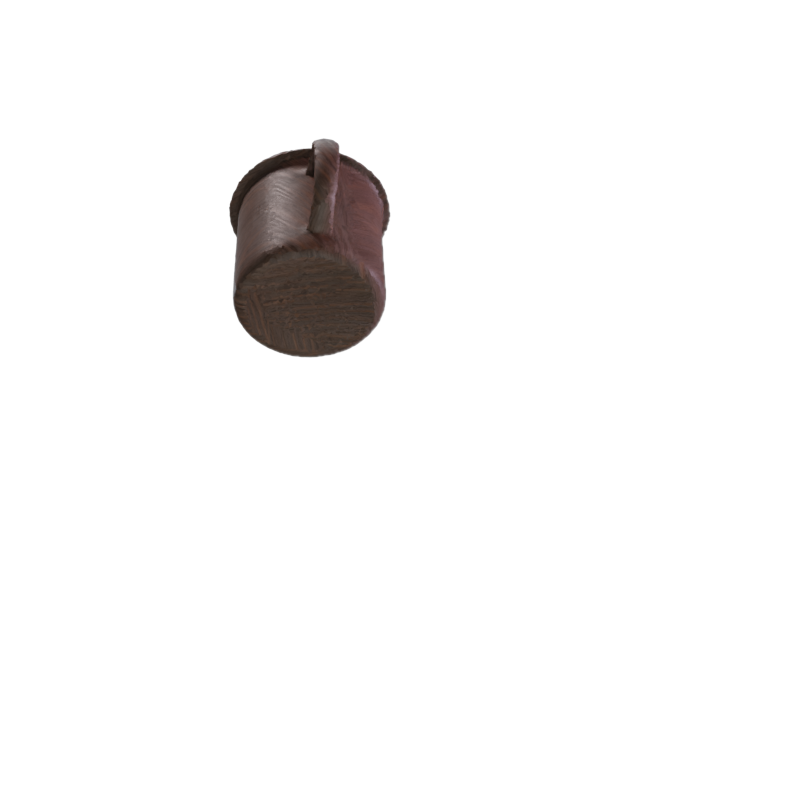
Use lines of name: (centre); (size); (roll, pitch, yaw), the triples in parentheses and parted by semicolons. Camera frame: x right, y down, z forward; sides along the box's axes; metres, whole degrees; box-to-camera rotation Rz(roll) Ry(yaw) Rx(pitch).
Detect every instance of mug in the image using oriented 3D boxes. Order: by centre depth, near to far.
mug: (-0.047, -0.086, 0.605); (0.092, 0.110, 0.087); (8, 42, -10)
